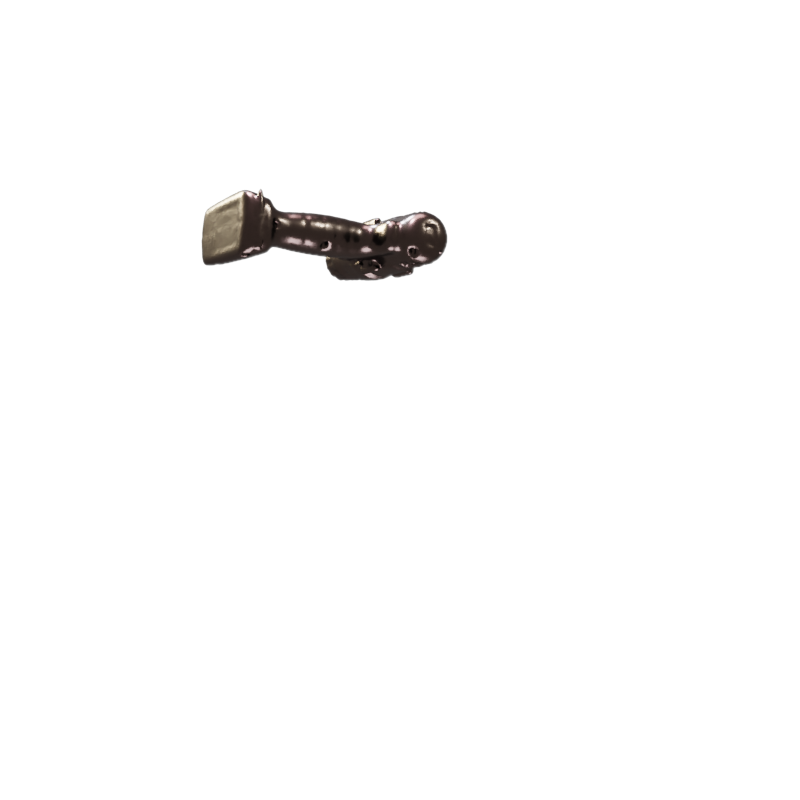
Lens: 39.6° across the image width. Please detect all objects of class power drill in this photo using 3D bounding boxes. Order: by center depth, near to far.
[{"bbox_3d":[-0.077,-0.141,0.989,0.181,0.058,0.187,2,-4,-27],"label":"power drill"}]
